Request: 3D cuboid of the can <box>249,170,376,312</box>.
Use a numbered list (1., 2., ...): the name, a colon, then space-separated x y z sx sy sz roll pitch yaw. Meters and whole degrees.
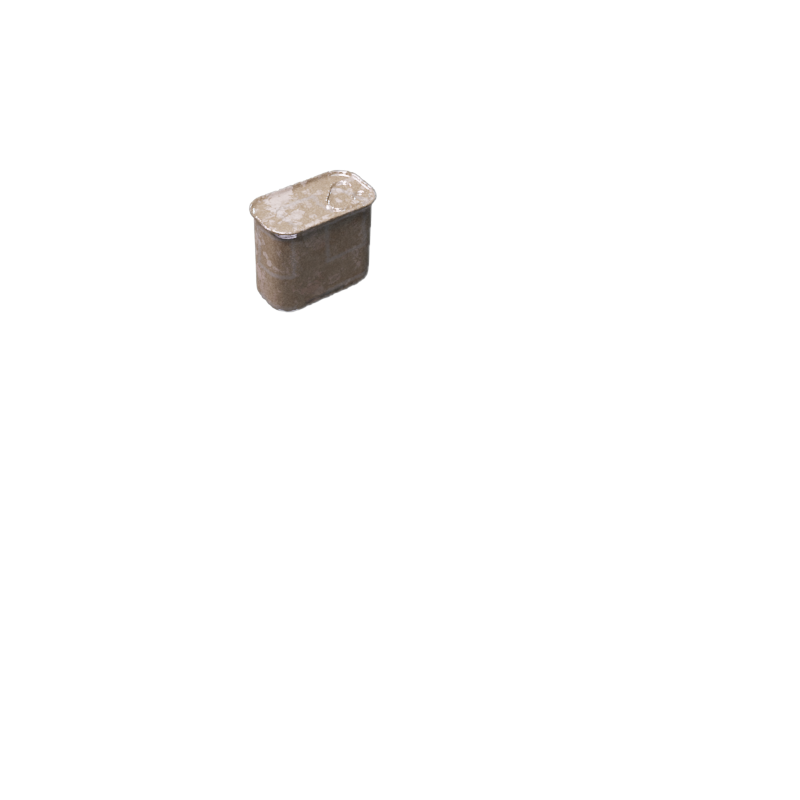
1. can: -0.071 -0.130 0.908 0.101 0.078 0.062 -25 48 -27
